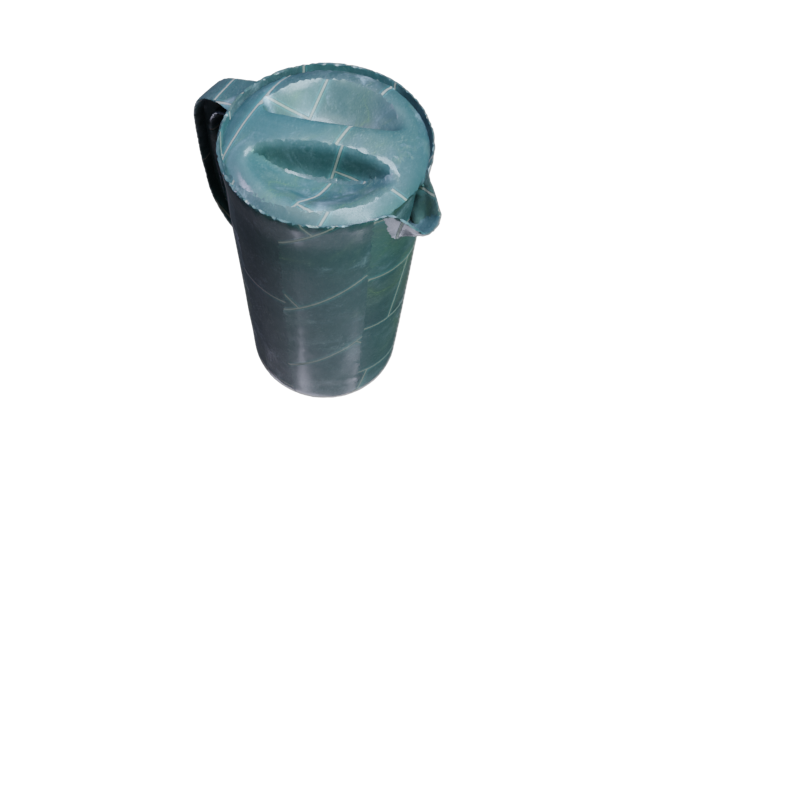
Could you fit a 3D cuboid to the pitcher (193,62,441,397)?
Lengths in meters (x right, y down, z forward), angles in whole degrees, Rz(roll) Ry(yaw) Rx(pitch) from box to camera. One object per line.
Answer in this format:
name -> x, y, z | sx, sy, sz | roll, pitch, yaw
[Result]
pitcher -> -0.060, -0.109, 0.766 | 0.144, 0.160, 0.228 | -6, -31, -7
